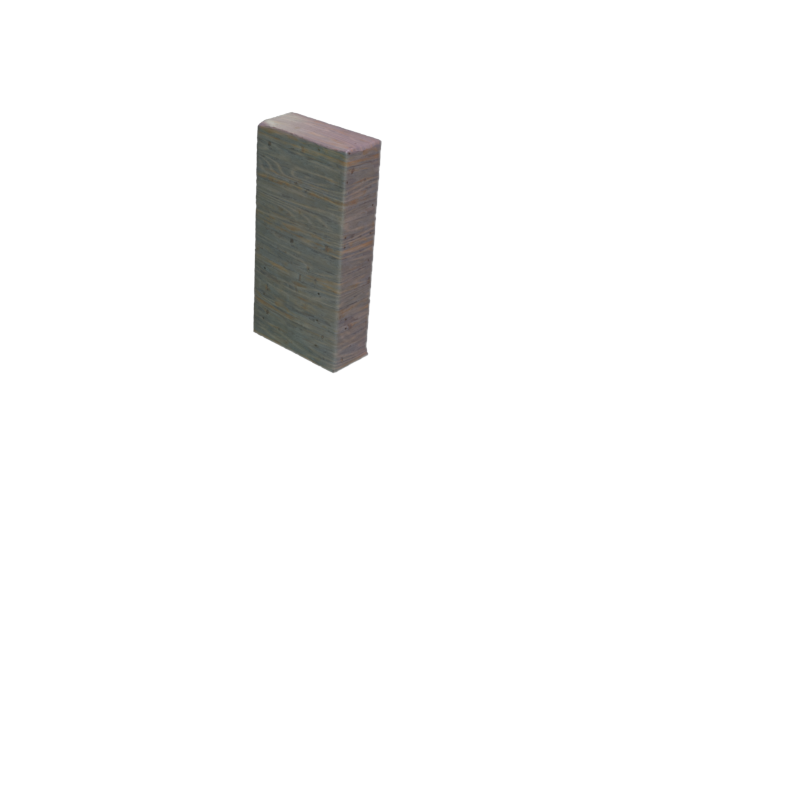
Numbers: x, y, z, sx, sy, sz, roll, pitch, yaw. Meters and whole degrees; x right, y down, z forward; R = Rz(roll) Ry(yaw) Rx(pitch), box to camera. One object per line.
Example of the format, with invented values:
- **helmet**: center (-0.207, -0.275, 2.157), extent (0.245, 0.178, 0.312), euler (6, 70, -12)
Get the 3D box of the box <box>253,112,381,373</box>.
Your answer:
- **box**: center (-0.065, -0.119, 0.831), extent (0.099, 0.167, 0.048), euler (24, 34, 36)
